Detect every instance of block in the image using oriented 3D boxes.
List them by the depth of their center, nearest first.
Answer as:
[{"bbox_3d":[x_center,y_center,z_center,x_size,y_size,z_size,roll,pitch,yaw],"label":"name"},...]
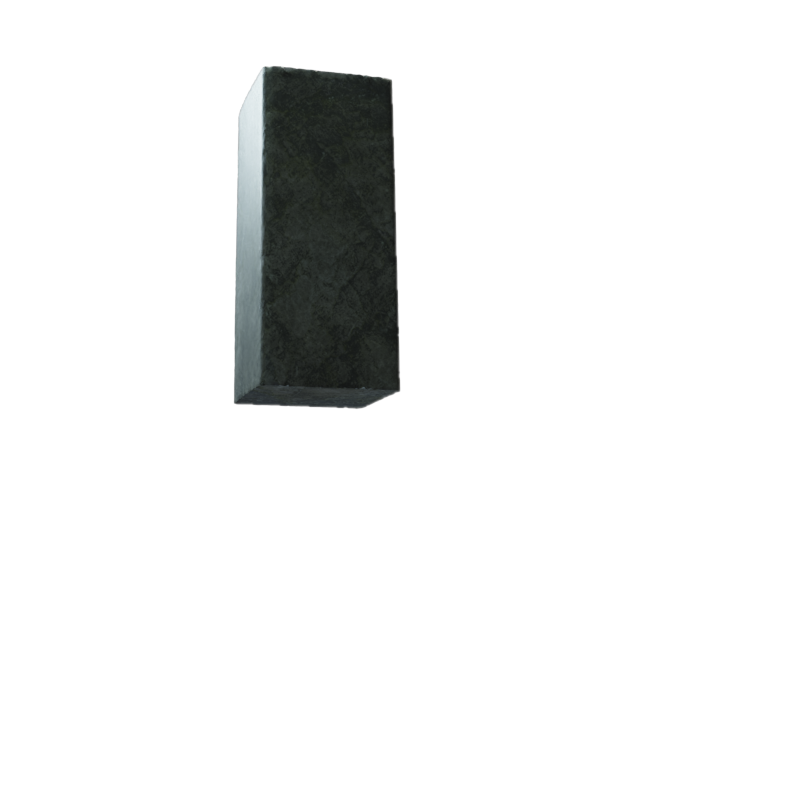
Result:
[{"bbox_3d":[-0.057,-0.105,0.731,0.089,0.214,0.089,3,-15,-17],"label":"block"}]
